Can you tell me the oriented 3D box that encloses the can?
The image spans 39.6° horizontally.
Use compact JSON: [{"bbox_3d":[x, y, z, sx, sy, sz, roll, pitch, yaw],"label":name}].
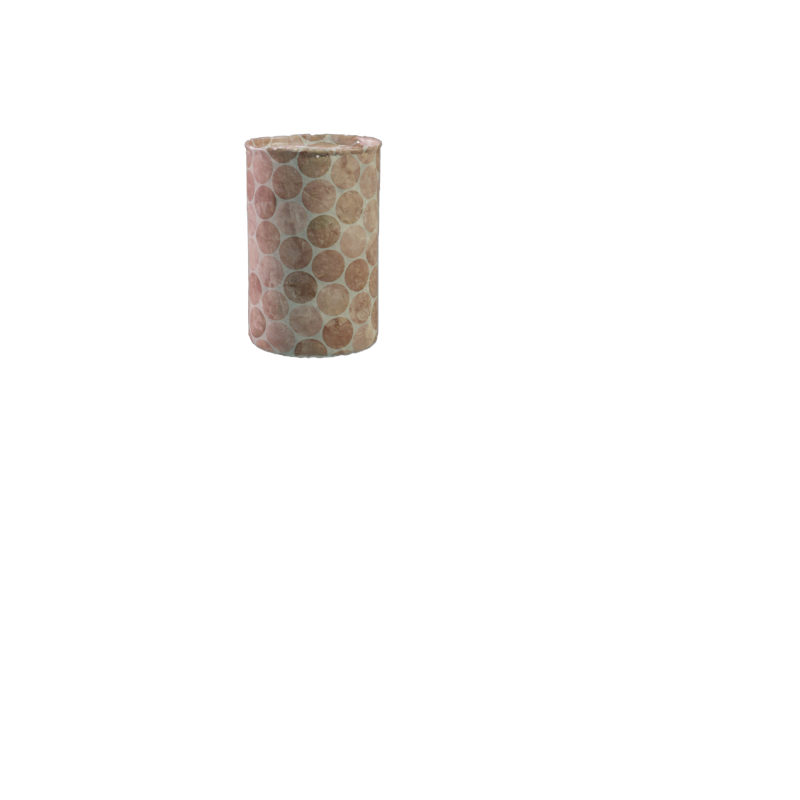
[{"bbox_3d":[-0.044,-0.079,0.556,0.068,0.099,0.071,0,14,-2],"label":"can"}]
